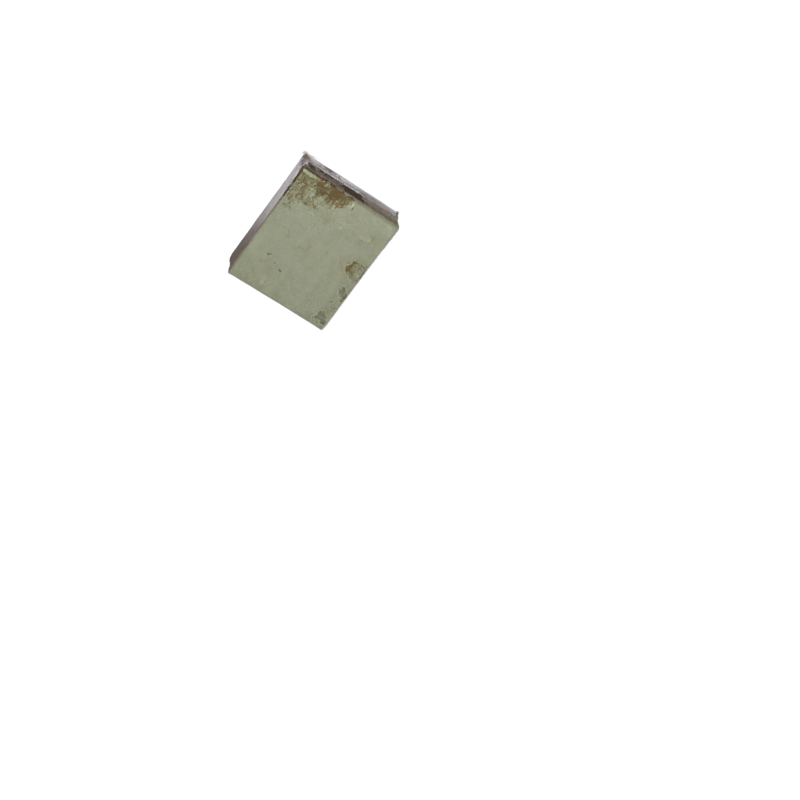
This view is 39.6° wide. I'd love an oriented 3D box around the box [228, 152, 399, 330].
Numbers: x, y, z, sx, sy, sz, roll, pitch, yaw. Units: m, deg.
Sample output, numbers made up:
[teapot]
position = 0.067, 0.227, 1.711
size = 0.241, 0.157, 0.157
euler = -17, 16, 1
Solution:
[box]
position = -0.055, -0.100, 0.699
size = 0.071, 0.087, 0.032
euler = 32, 20, -14
